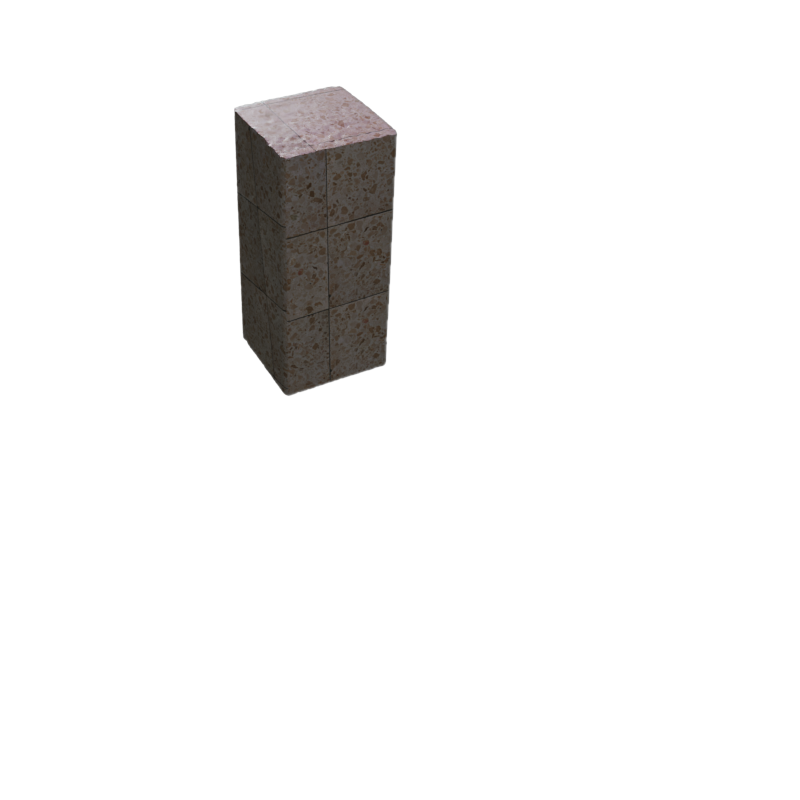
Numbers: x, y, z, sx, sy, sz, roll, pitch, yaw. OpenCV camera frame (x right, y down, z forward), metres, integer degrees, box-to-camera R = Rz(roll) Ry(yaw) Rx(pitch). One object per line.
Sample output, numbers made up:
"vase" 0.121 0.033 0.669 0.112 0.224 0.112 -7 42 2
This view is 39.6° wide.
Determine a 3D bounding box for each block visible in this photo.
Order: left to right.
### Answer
"block" -0.066 -0.120 0.839 0.089 0.193 0.097 -16 40 -24
